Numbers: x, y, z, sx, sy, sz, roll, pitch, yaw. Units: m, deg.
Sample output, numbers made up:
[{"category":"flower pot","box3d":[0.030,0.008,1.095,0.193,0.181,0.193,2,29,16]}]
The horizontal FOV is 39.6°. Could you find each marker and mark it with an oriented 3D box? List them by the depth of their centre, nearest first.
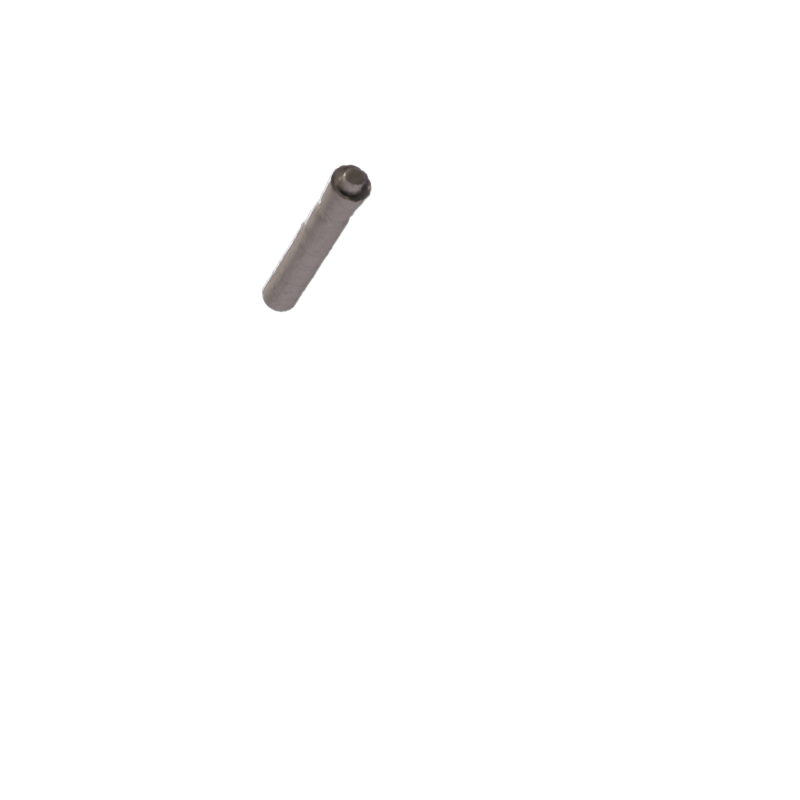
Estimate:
[{"category":"marker","box3d":[-0.040,-0.074,0.517,0.019,0.021,0.118,-1,-20,-23]}]
